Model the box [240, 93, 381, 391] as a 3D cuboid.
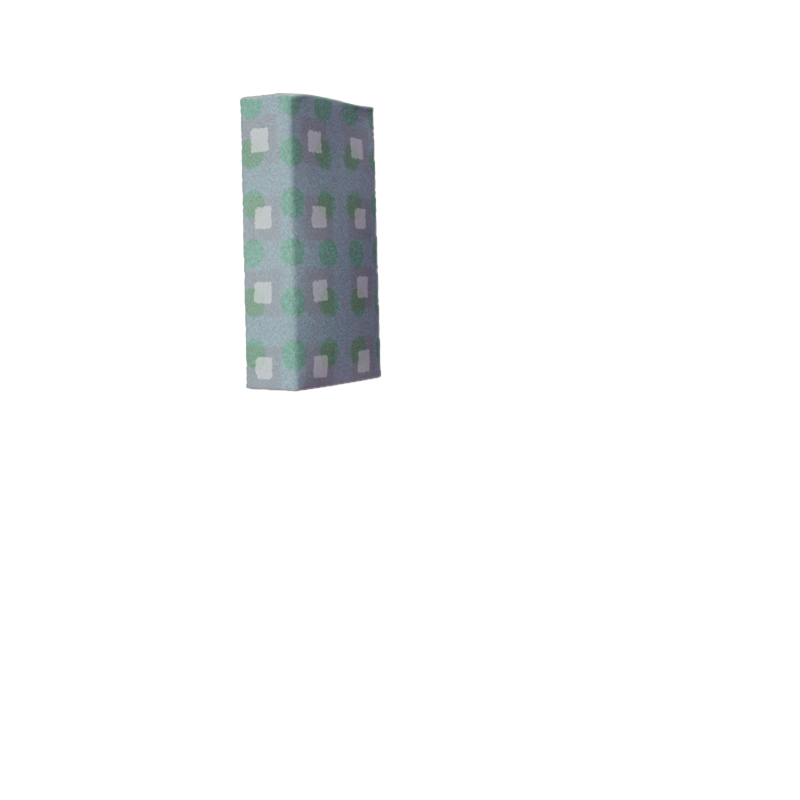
[{"bbox_3d":[-0.054,-0.098,0.689,0.050,0.176,0.090,1,2,34],"label":"box"}]
